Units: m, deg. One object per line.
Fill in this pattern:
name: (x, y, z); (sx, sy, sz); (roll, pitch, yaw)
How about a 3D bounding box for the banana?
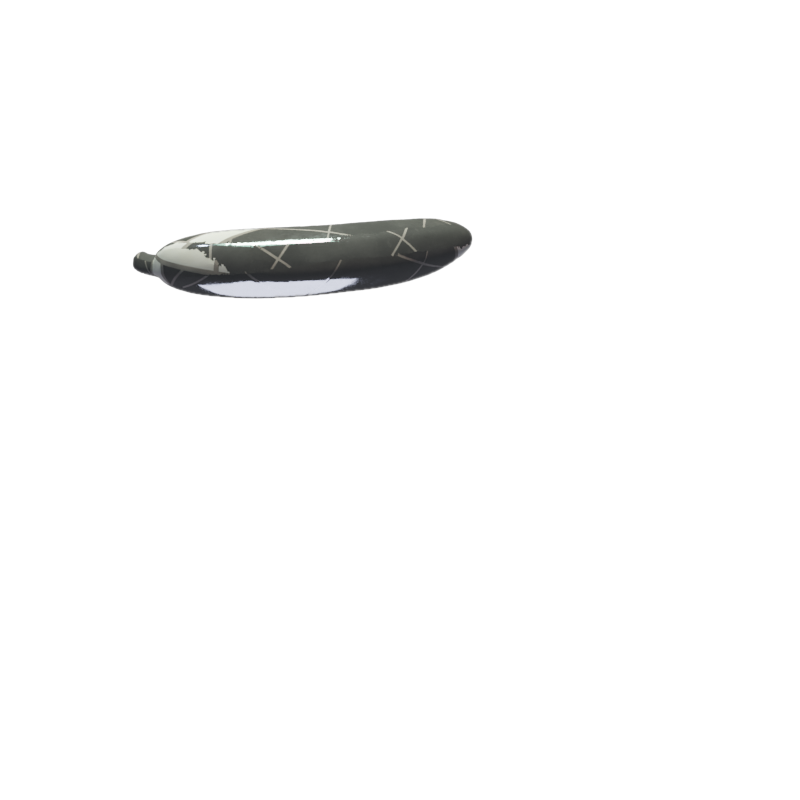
banana: (-0.050, -0.082, 0.616); (0.196, 0.035, 0.074); (-4, 24, -8)
